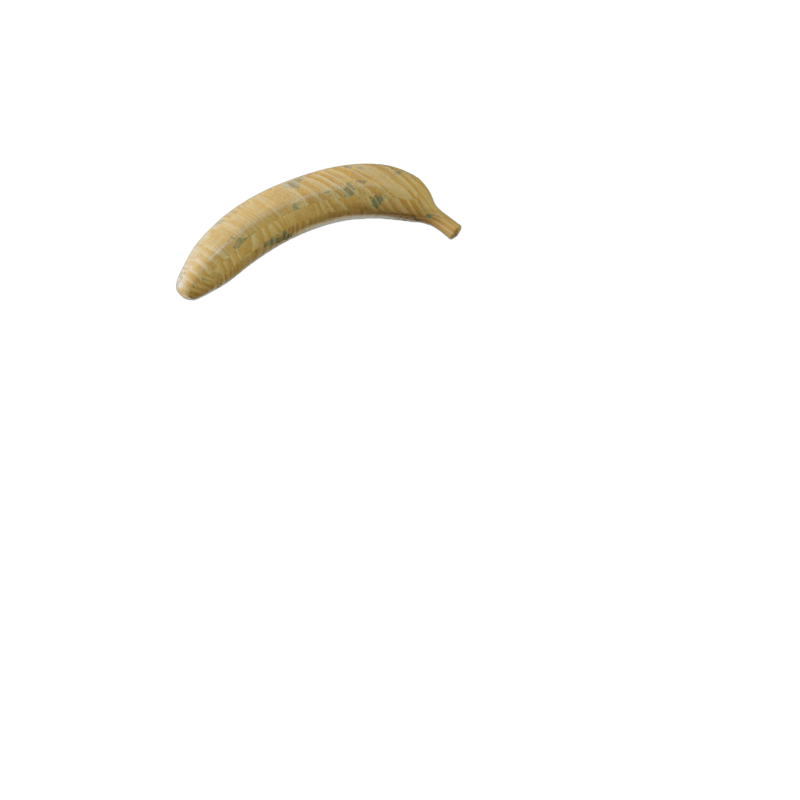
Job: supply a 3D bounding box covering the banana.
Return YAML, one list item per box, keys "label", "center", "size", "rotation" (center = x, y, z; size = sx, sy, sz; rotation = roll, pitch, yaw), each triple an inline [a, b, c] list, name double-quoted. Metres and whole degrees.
- label: "banana"
  center: [-0.060, -0.121, 0.746]
  size: [0.196, 0.075, 0.034]
  rotation: [-16, -34, -11]
